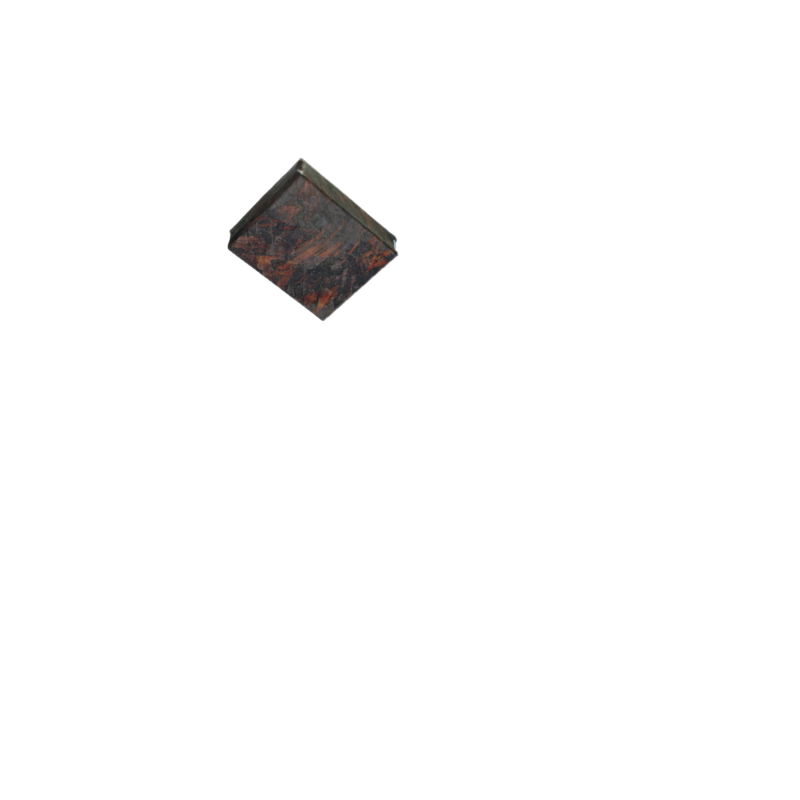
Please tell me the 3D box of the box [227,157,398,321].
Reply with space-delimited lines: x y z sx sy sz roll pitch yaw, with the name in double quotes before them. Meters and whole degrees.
"box" -0.057 -0.105 0.733 0.085 0.072 0.032 38 24 -21
